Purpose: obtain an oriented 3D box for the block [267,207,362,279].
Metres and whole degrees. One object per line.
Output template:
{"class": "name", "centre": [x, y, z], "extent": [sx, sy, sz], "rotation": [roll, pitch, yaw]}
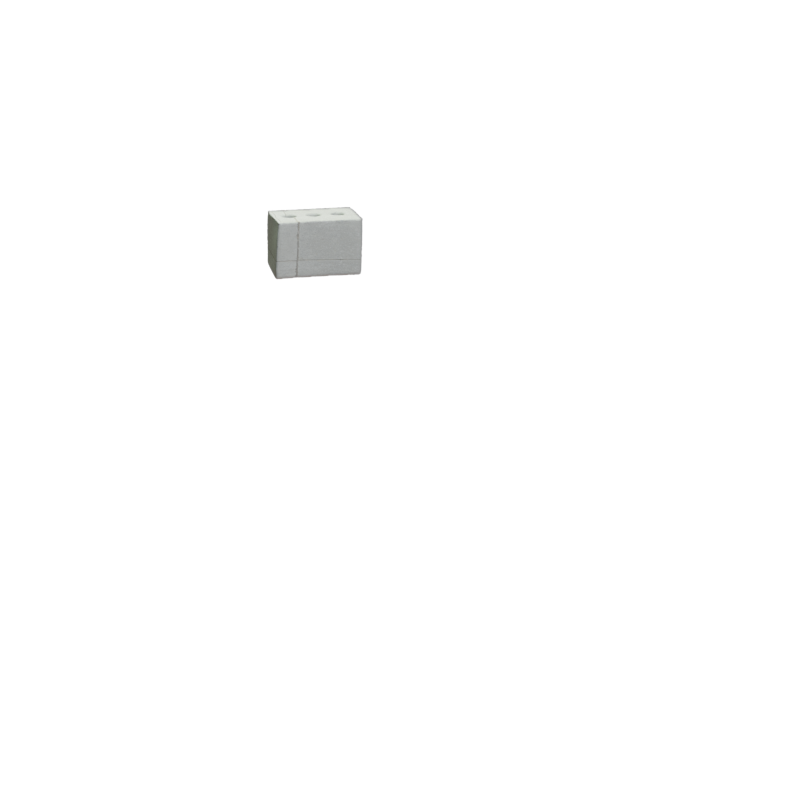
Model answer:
{"class": "block", "centre": [-0.077, -0.141, 0.987], "extent": [0.077, 0.049, 0.056], "rotation": [-5, 20, -13]}
